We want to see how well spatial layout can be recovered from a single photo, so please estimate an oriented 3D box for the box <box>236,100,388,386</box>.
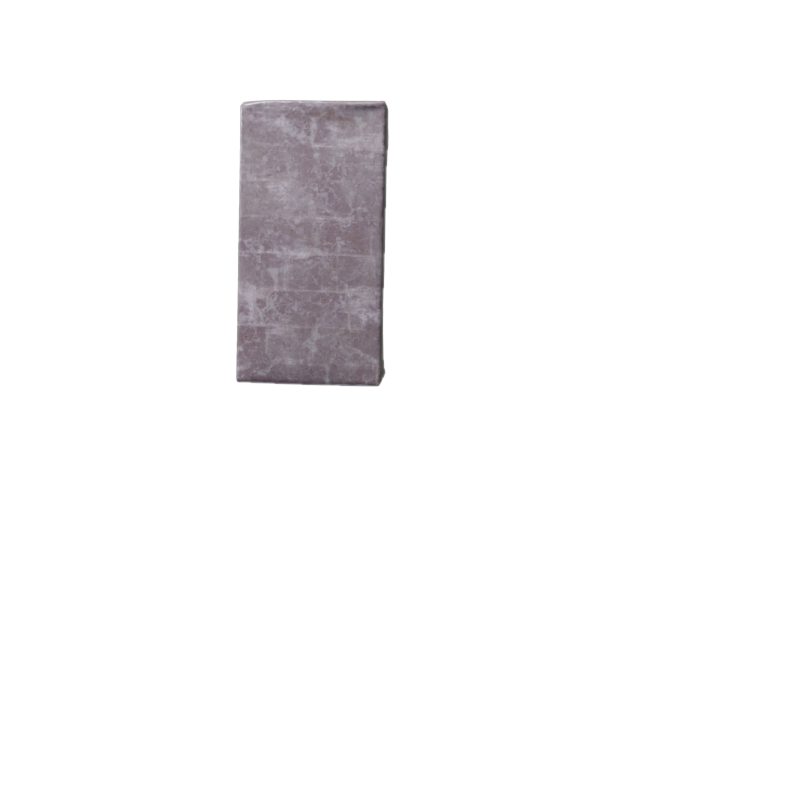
[{"bbox_3d":[-0.055,-0.100,0.699,0.094,0.174,0.048,1,5,5],"label":"box"}]
